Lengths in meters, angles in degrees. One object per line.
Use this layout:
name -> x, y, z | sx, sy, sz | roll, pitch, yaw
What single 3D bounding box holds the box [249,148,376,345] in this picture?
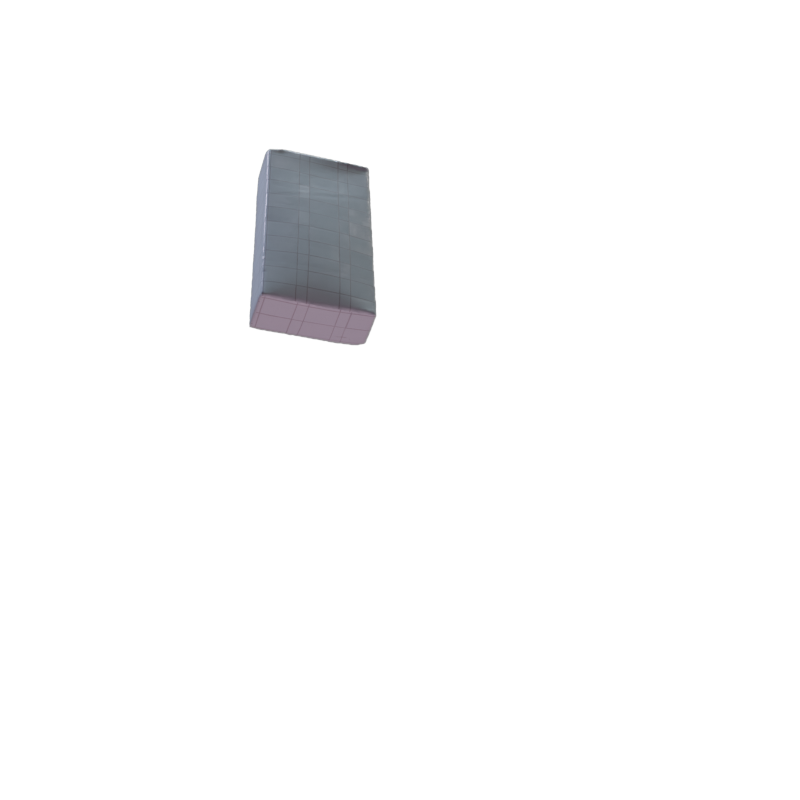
box -> -0.070, -0.128, 0.897 | 0.091, 0.189, 0.046 | 9, -42, -13
